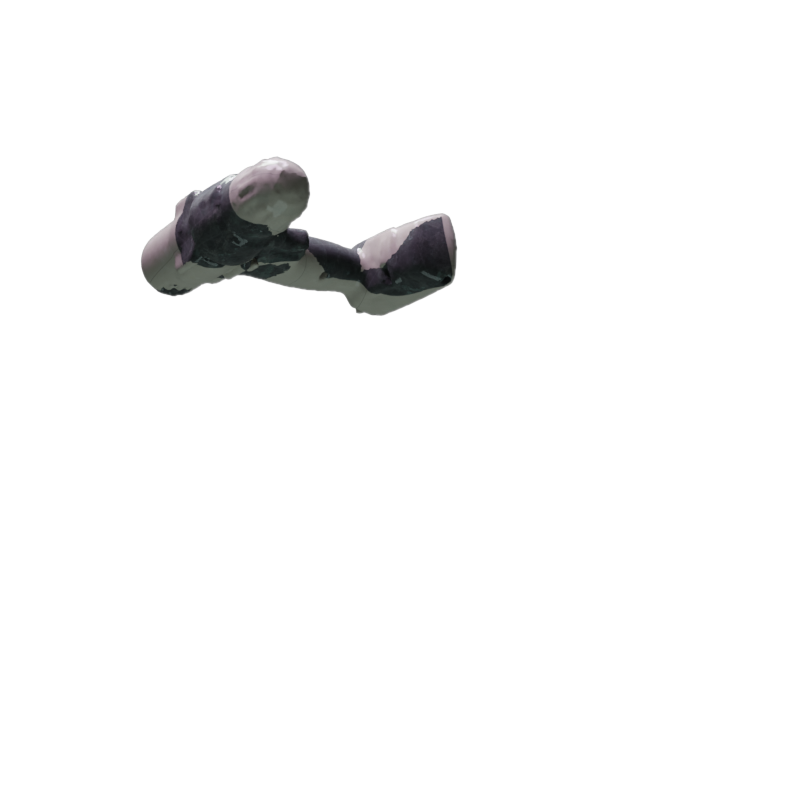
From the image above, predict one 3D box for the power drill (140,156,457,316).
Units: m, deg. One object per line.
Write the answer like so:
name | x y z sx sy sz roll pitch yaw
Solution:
power drill | -0.058 -0.105 0.736 0.179 0.059 0.186 7 -13 -32
